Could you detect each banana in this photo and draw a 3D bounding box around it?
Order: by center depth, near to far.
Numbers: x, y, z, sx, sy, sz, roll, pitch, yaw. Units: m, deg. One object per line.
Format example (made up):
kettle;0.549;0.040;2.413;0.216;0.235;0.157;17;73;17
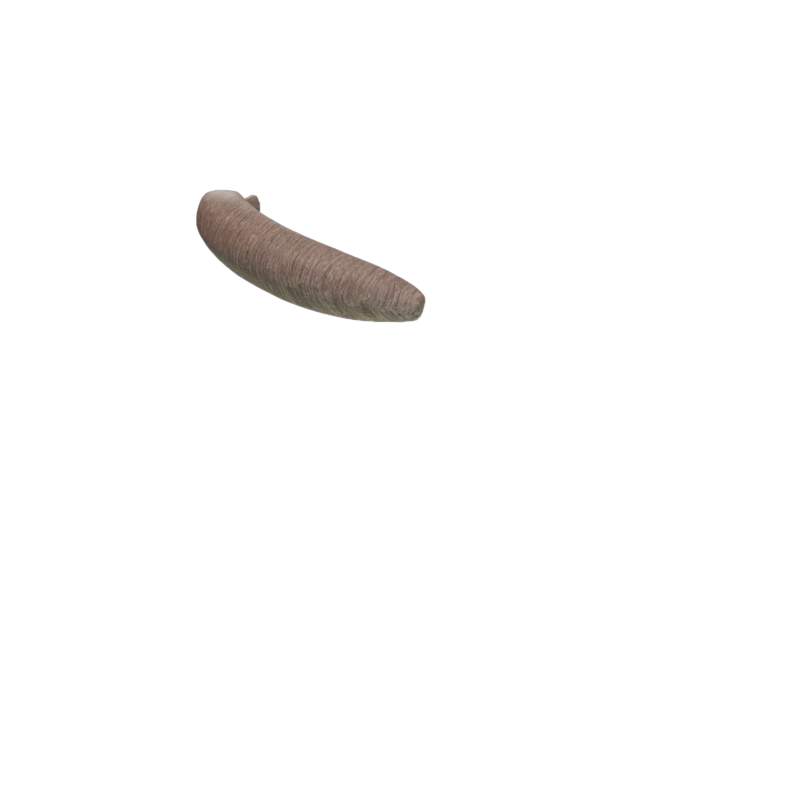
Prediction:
banana;-0.068;-0.088;0.634;0.068;0.035;0.213;-17;34;-28
